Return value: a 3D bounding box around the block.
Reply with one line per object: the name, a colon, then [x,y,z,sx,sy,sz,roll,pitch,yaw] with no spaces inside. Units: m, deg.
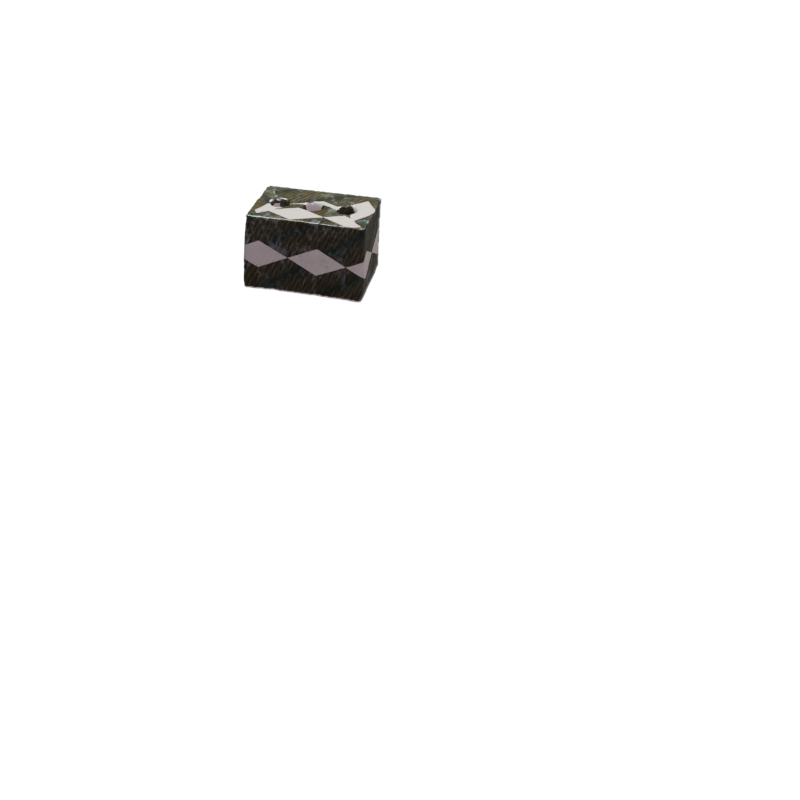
block: [-0.055,-0.101,0.704,0.079,0.048,0.055,8,31,11]
